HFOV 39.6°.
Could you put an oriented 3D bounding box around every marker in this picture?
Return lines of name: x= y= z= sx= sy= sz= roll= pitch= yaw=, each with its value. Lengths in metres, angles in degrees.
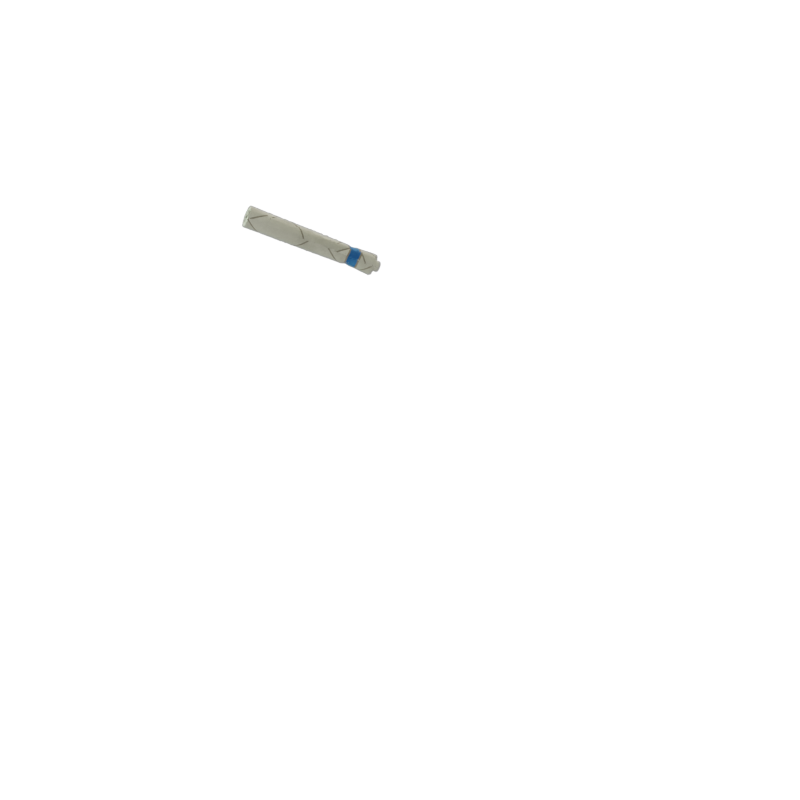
marker: x=-0.072 y=-0.131 z=0.920 sx=0.118 sy=0.020 sz=0.020 roll=20 pitch=-1 yaw=-13
